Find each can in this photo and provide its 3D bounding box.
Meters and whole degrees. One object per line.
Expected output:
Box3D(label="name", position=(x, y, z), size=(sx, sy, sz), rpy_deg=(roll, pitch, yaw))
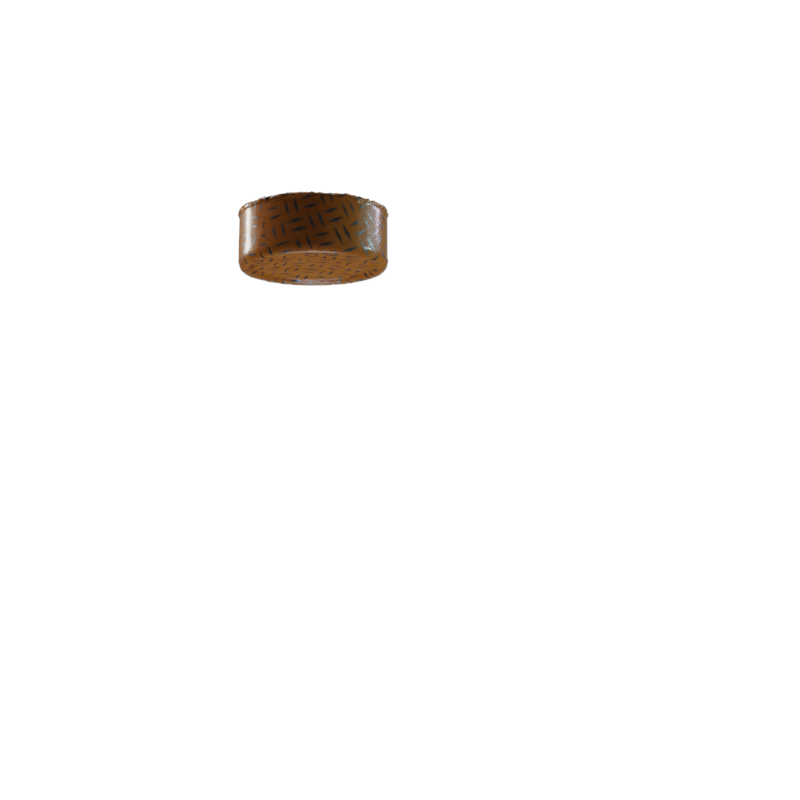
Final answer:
Box3D(label="can", position=(-0.049, -0.090, 0.629), size=(0.086, 0.035, 0.084), rpy_deg=(0, -8, -2))
